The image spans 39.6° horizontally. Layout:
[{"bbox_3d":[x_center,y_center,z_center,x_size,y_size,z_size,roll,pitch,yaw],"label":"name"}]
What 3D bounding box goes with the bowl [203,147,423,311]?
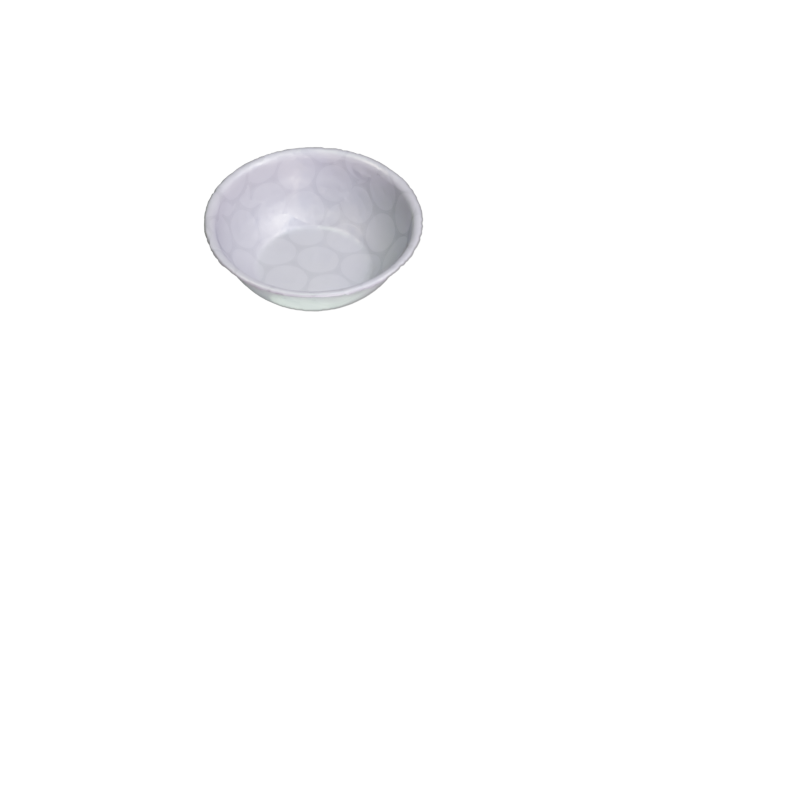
[{"bbox_3d":[-0.065,-0.119,0.835,0.162,0.174,0.051,-1,-42,-1],"label":"bowl"}]
